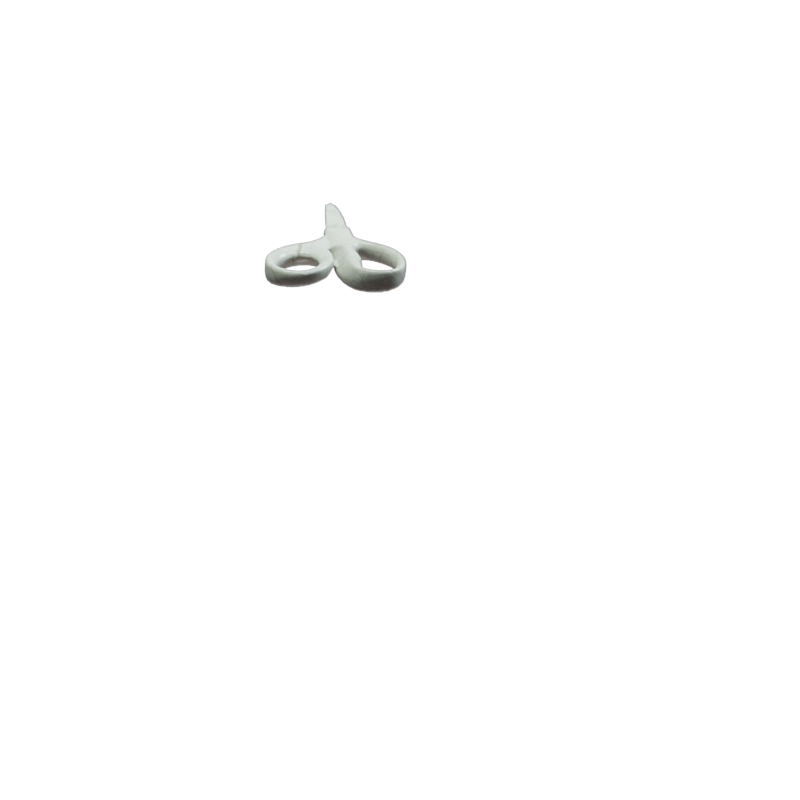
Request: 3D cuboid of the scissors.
[{"bbox_3d":[-0.059,-0.107,0.748,0.094,0.015,0.214,-8,23,-18],"label":"scissors"}]
